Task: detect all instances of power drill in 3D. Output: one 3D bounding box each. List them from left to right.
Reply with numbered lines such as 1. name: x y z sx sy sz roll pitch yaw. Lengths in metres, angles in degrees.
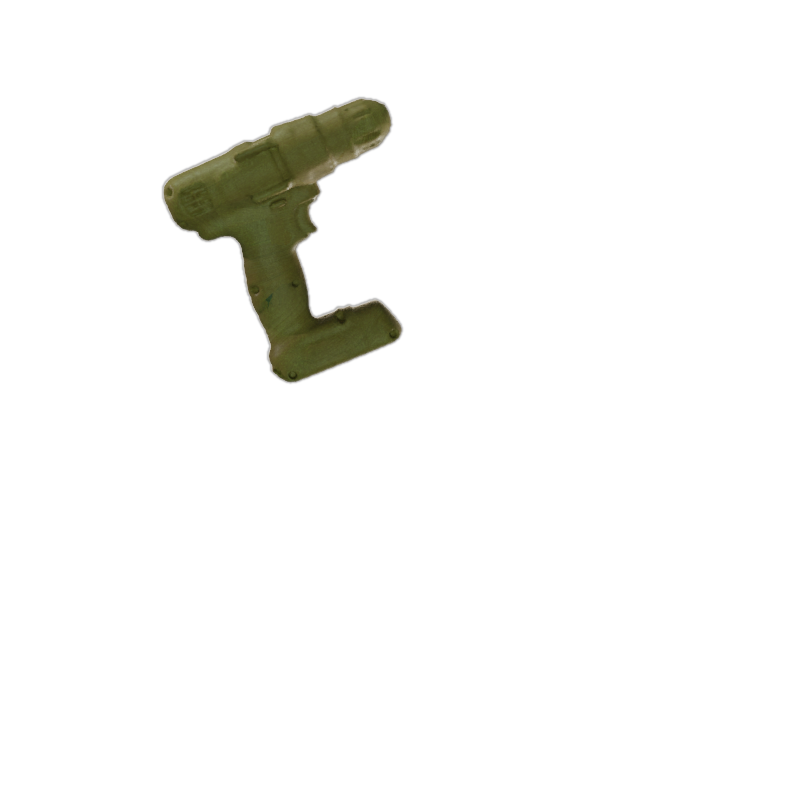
1. power drill: -0.067 -0.123 0.858 0.184 0.184 0.058 -23 8 3
